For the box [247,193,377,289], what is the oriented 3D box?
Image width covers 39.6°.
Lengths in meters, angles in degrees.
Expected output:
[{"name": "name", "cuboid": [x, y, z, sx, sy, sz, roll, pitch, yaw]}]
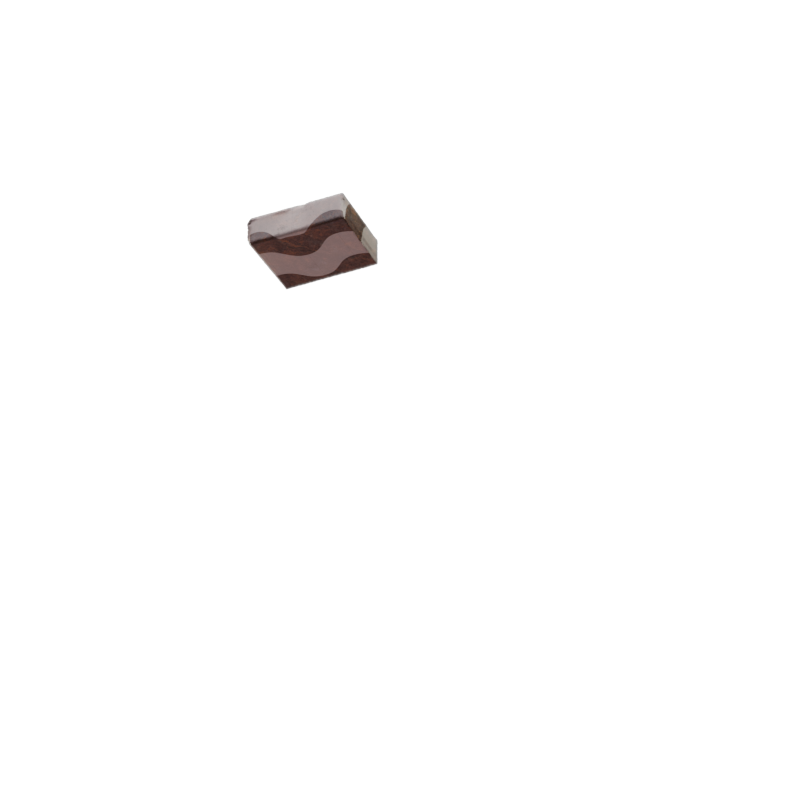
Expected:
[{"name": "box", "cuboid": [-0.073, -0.133, 0.930, 0.090, 0.032, 0.067, -13, -33, 20]}]
